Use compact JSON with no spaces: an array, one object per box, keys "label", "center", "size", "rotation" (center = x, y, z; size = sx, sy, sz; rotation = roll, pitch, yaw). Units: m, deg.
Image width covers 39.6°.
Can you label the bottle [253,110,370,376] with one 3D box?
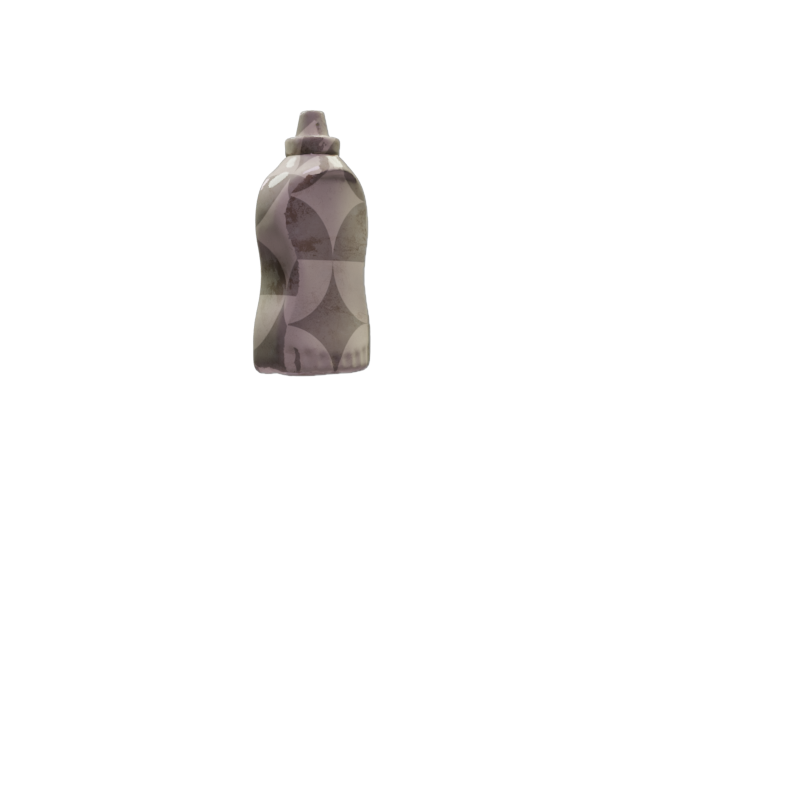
[{"label":"bottle","center":[-0.064,-0.116,0.812],"size":[0.060,0.193,0.092],"rotation":[-2,-2,44]}]
